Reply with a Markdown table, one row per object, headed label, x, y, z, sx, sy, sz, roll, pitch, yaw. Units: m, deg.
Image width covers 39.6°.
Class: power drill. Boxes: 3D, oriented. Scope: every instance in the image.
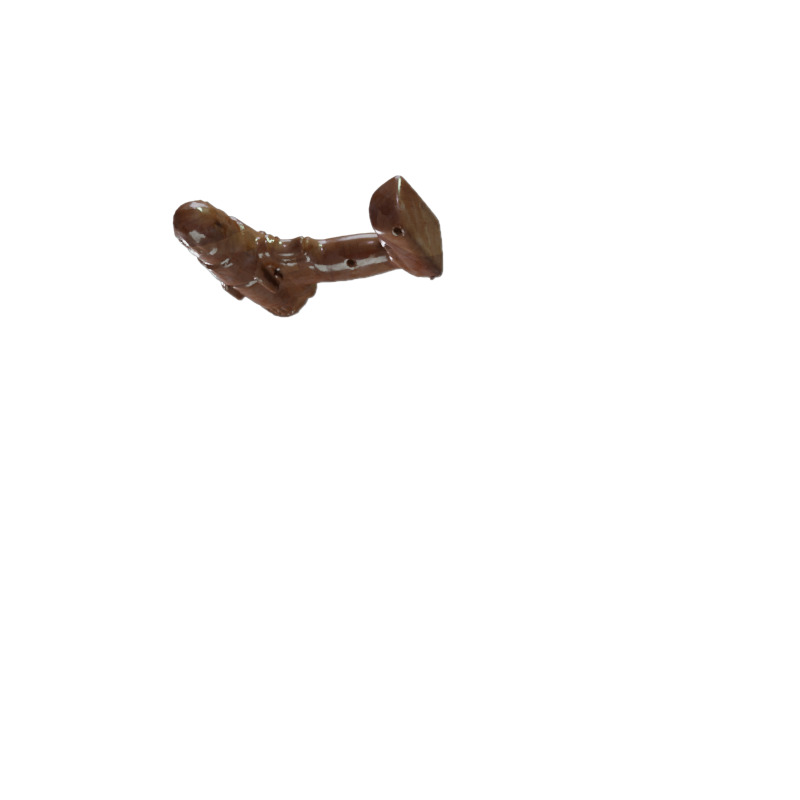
| label | x | y | z | sx | sy | sz | roll | pitch | yaw |
| --- | --- | --- | --- | --- | --- | --- | --- | --- | --- |
| power drill | -0.072 | -0.130 | 0.913 | 0.191 | 0.060 | 0.172 | -8 | -20 | 23 |
